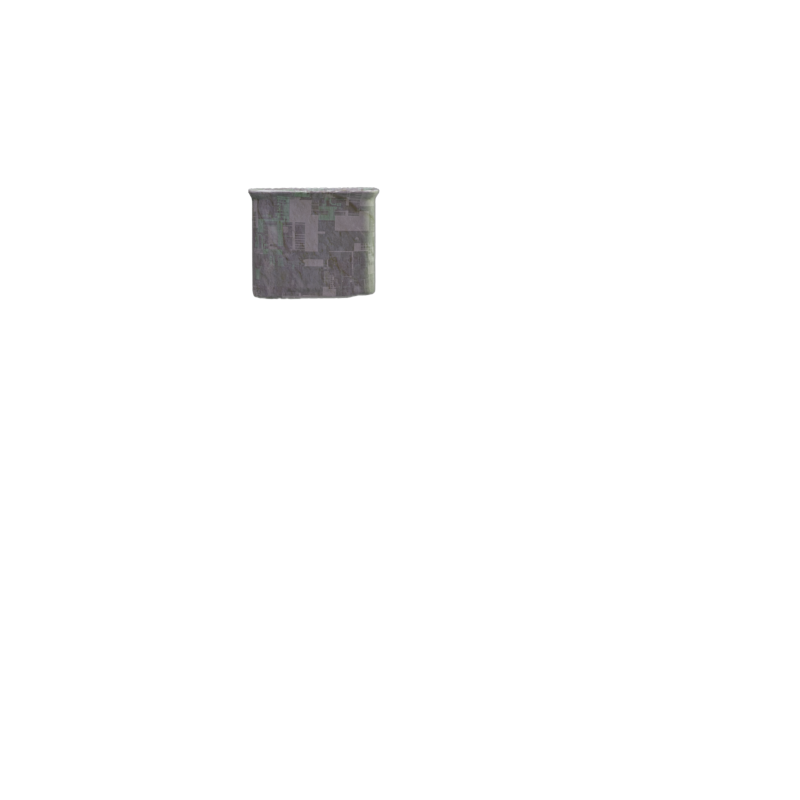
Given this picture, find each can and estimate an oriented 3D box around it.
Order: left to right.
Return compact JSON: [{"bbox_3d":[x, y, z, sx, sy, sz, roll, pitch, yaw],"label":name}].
[{"bbox_3d":[-0.068,-0.124,0.871,0.101,0.082,0.059,-1,8,-5],"label":"can"}]
